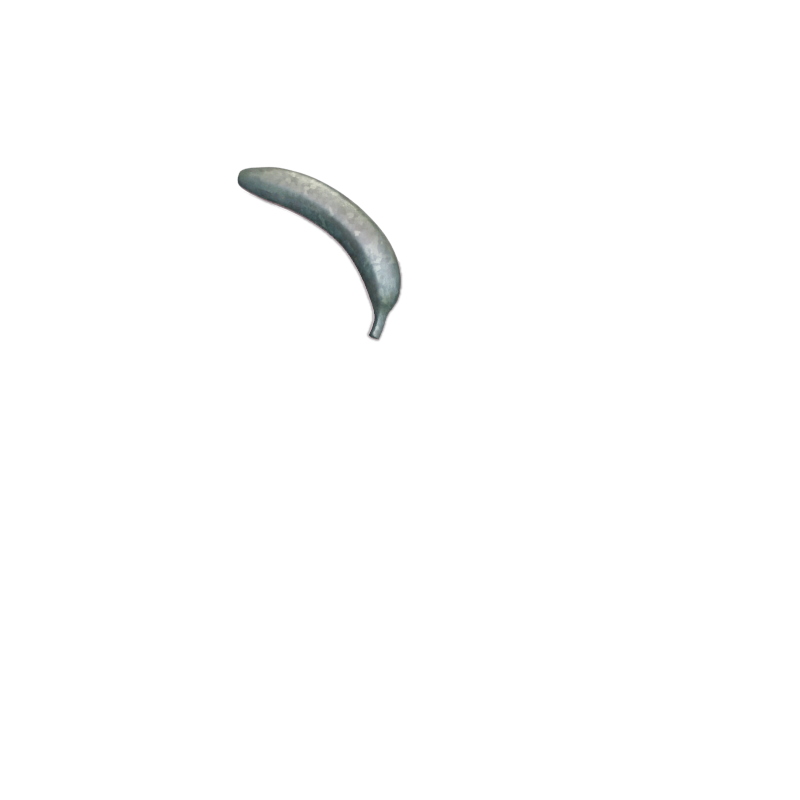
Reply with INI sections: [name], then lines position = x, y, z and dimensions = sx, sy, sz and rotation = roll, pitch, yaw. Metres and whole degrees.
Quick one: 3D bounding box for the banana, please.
[banana]
position = -0.060, -0.149, 0.983
dimensions = 0.070, 0.205, 0.035
rotation = -38, -14, -11
